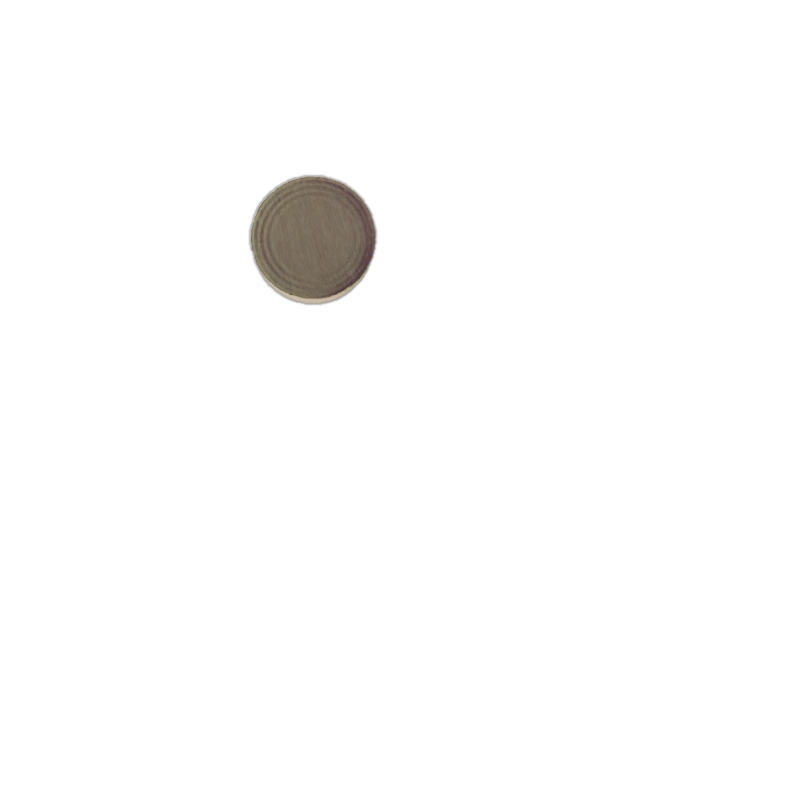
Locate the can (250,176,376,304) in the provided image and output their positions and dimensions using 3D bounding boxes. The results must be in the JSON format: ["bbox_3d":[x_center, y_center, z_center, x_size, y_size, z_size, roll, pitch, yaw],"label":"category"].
[{"bbox_3d":[-0.060,-0.110,0.769,0.086,0.088,0.033,0,-10,-1],"label":"can"}]
